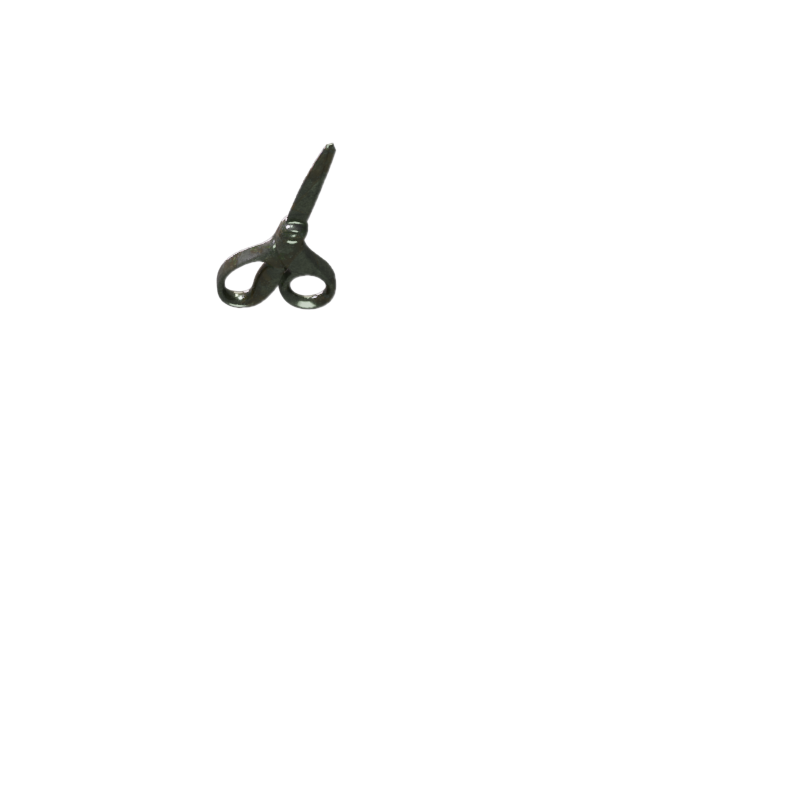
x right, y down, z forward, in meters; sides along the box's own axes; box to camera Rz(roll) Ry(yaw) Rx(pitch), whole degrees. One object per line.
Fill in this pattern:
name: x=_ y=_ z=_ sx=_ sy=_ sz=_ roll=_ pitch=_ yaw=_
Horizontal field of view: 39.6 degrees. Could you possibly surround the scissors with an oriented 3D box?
scissors: x=-0.060 y=-0.109 z=0.767 sx=0.092 sy=0.017 sz=0.199 roll=16 pitch=-31 yaw=-30
